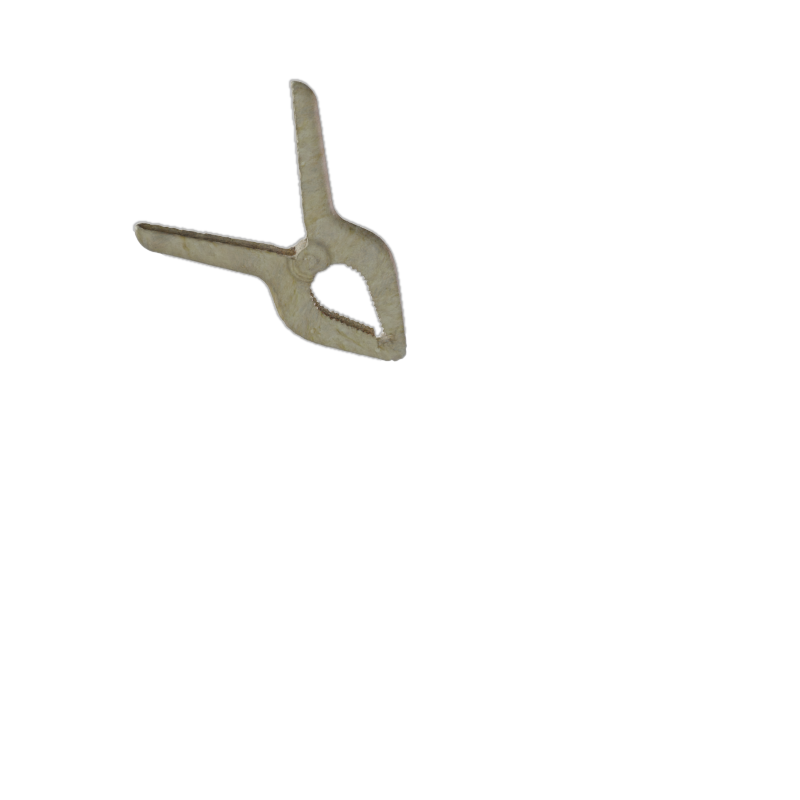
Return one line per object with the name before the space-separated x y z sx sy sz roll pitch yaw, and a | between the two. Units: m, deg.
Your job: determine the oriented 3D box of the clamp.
clamp | -0.063 -0.114 0.799 0.205 0.163 0.038 40 11 -10
